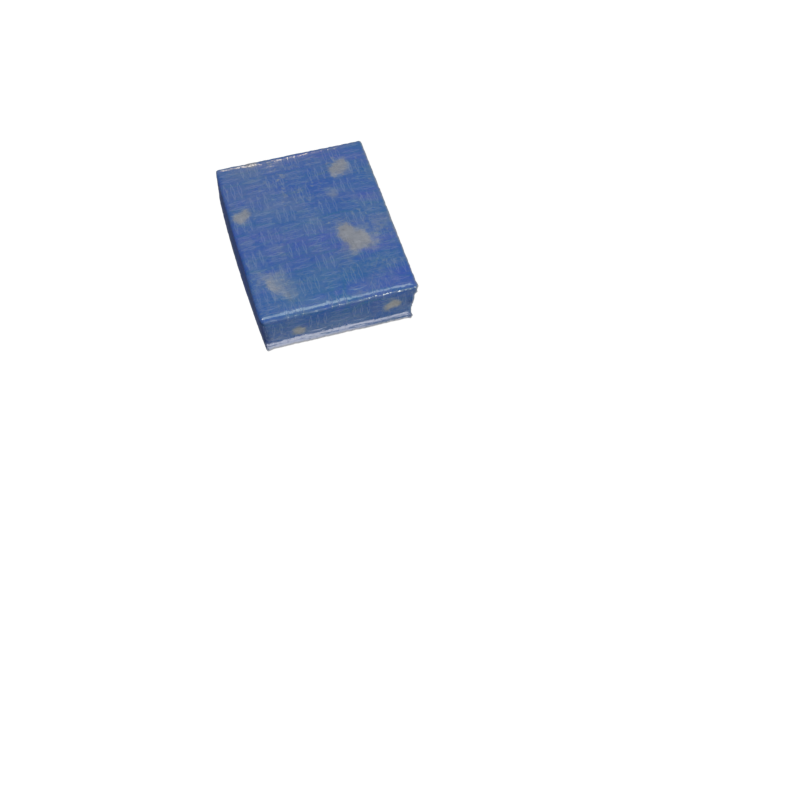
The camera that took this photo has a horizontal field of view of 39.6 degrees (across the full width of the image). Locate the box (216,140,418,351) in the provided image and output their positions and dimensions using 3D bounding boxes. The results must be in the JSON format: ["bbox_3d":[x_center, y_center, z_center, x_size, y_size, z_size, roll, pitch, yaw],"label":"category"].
[{"bbox_3d":[-0.050,-0.091,0.638,0.089,0.122,0.036,-14,-30,-9],"label":"box"}]
